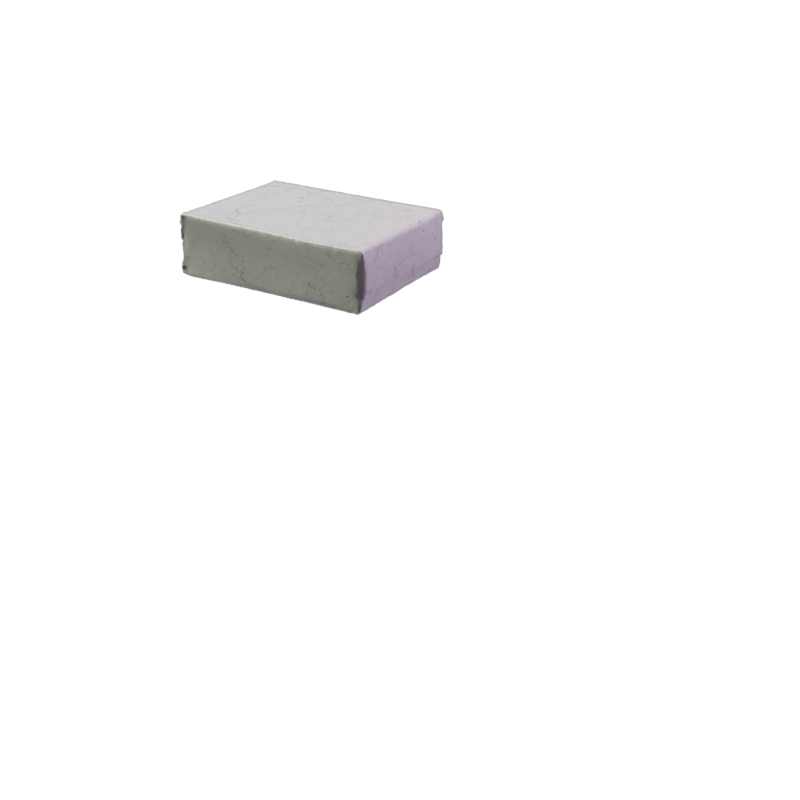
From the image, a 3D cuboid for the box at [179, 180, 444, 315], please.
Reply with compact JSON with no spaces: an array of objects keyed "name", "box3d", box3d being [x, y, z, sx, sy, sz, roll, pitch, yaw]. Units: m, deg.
[{"name":"box","box3d":[-0.046,-0.084,0.590,0.119,0.037,0.090,12,25,28]}]
